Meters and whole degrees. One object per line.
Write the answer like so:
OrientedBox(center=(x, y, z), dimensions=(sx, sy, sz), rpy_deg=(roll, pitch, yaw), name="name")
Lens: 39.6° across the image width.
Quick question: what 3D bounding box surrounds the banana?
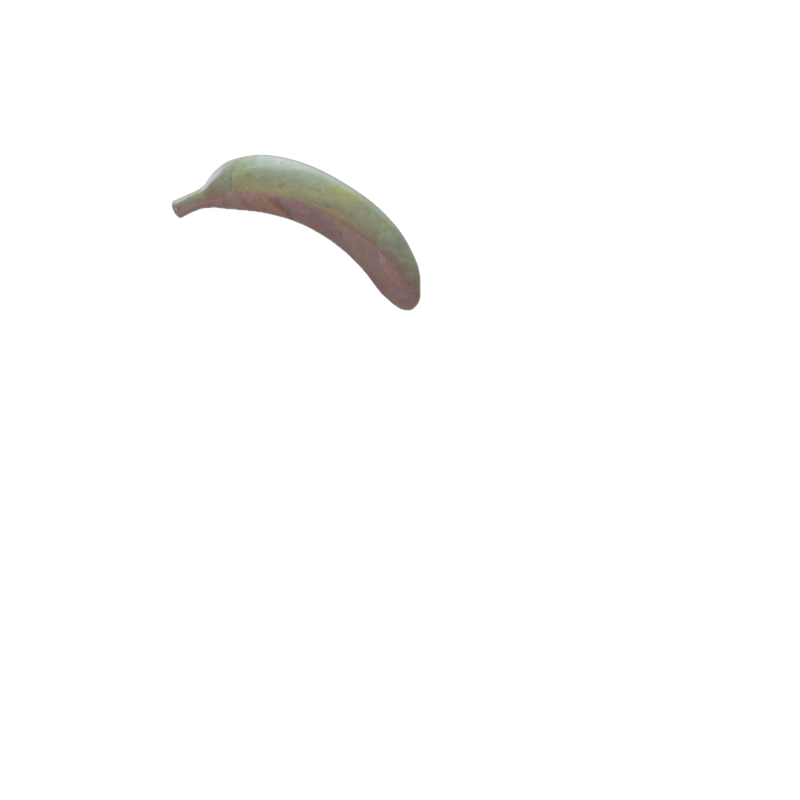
OrientedBox(center=(-0.051, -0.118, 0.743), dimensions=(0.188, 0.039, 0.068), rpy_deg=(22, -43, -26), name="banana")
